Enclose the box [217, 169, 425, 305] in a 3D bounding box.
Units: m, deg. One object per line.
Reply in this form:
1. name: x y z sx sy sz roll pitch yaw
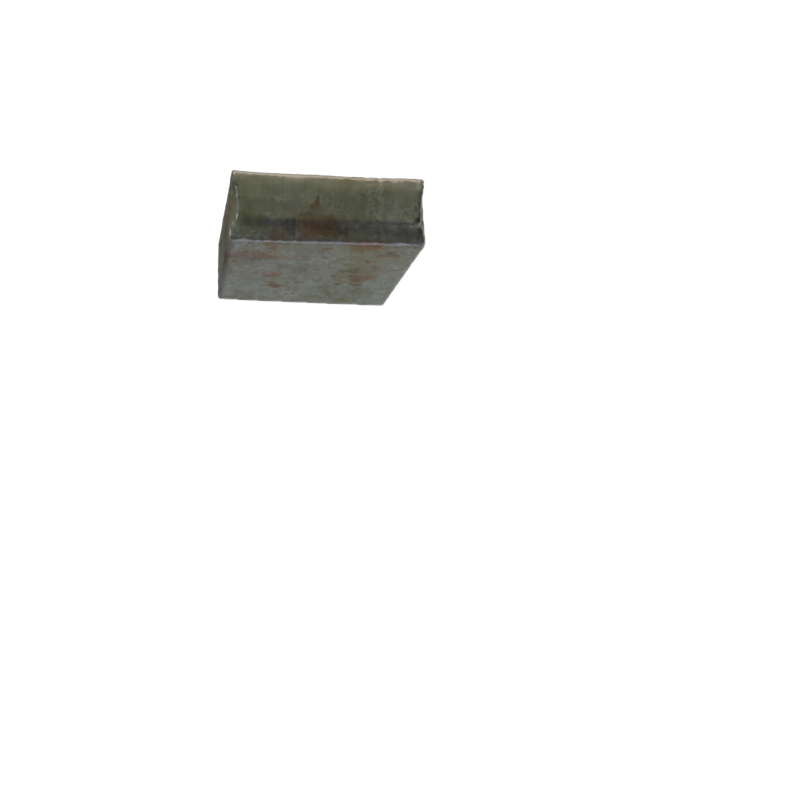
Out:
1. box: -0.035 -0.063 0.442 0.072 0.031 0.087 2 -12 -9
